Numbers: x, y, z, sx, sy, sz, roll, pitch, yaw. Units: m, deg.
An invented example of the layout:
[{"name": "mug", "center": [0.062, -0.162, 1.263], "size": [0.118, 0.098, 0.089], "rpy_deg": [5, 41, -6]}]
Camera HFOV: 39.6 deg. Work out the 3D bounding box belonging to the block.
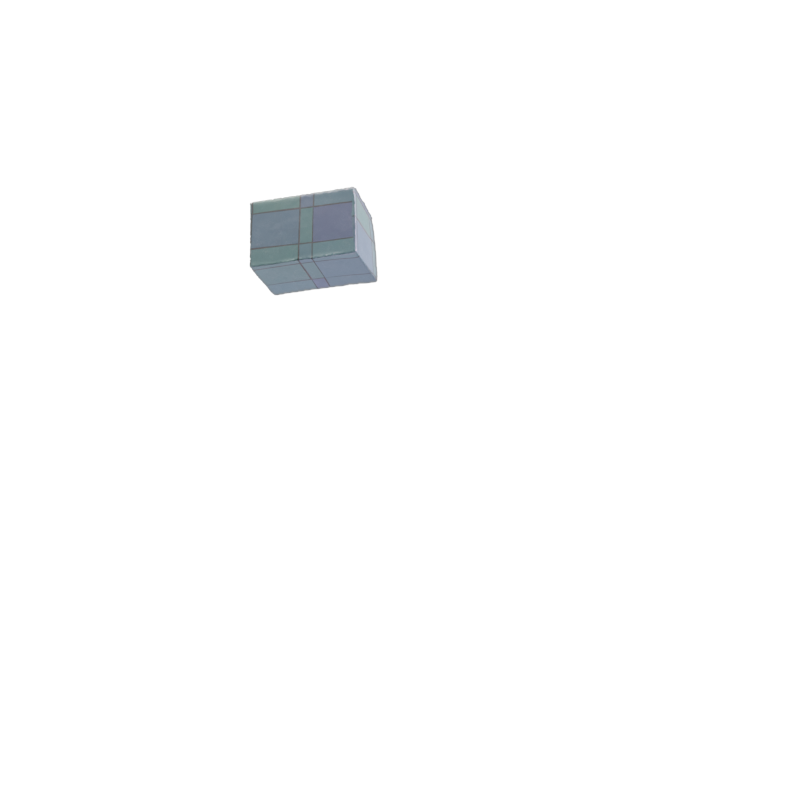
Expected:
[{"name": "block", "center": [-0.060, -0.110, 0.768], "size": [0.079, 0.054, 0.049], "rpy_deg": [-6, -22, 14]}]
